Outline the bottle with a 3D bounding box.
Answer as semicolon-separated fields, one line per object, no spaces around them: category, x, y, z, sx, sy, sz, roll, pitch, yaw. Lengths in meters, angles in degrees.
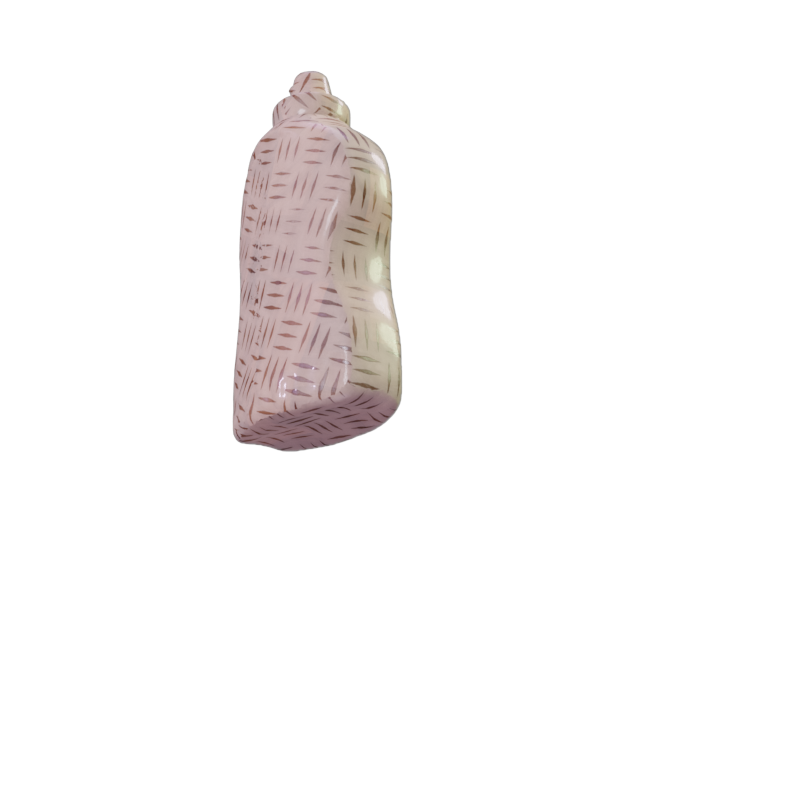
bottle;-0.043;-0.078;0.548;0.055;0.202;0.096;16;-29;-34
